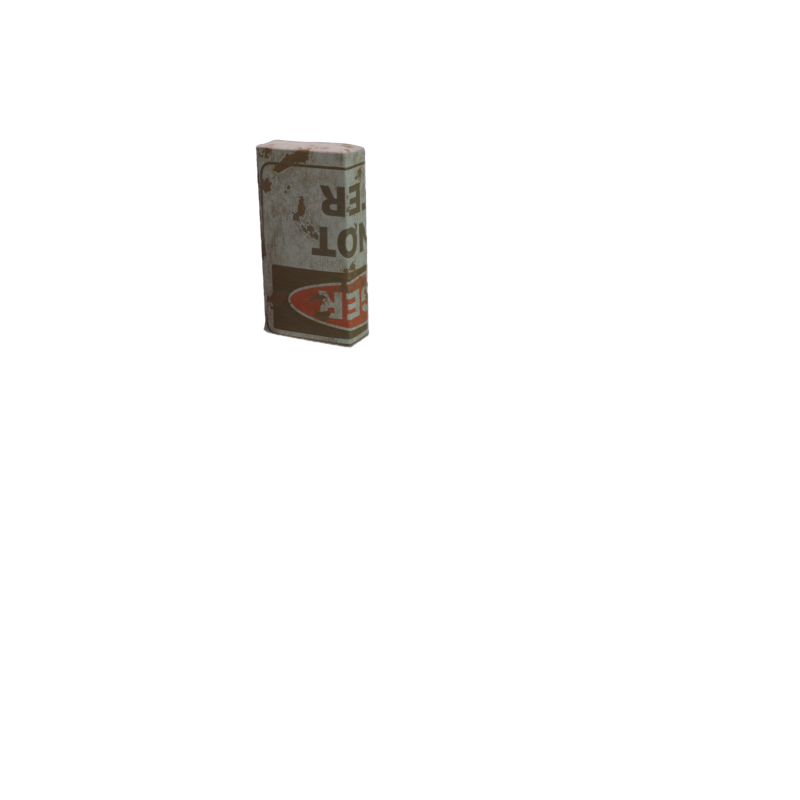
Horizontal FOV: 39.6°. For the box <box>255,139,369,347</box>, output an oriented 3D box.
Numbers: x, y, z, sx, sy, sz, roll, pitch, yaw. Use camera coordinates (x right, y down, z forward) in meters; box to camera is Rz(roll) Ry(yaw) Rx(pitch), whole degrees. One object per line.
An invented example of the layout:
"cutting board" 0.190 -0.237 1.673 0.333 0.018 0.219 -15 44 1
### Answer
"box" -0.077 -0.141 0.989 0.097 0.171 0.048 9 16 27
